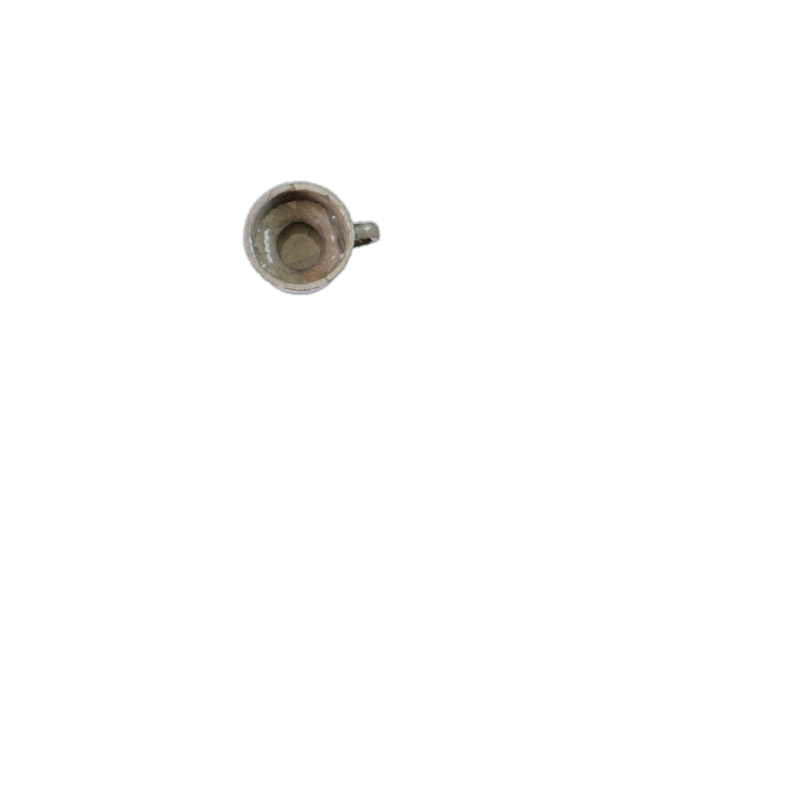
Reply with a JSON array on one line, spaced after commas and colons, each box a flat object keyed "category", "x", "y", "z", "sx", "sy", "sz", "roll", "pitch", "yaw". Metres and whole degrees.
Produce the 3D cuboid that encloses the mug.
[{"category": "mug", "x": -0.076, "y": -0.139, "z": 0.973, "sx": 0.117, "sy": 0.095, "sz": 0.080, "roll": -11, "pitch": -6, "yaw": -3}]
